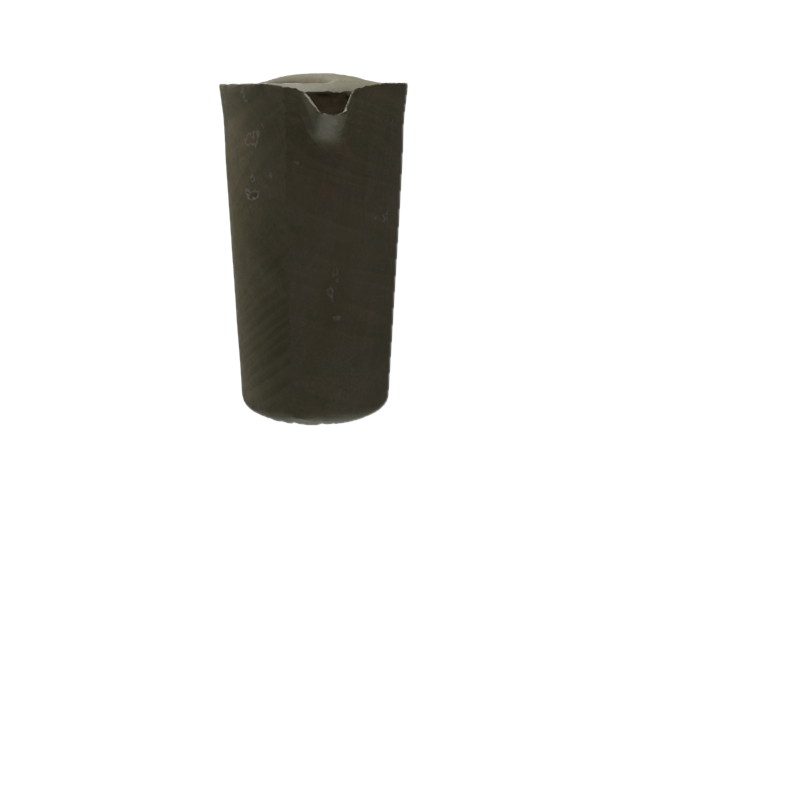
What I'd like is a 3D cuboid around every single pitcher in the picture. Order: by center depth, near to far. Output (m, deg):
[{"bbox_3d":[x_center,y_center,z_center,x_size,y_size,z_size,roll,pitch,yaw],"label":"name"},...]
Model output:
[{"bbox_3d":[-0.063,-0.116,0.810,0.151,0.238,0.146,7,12,32],"label":"pitcher"}]
